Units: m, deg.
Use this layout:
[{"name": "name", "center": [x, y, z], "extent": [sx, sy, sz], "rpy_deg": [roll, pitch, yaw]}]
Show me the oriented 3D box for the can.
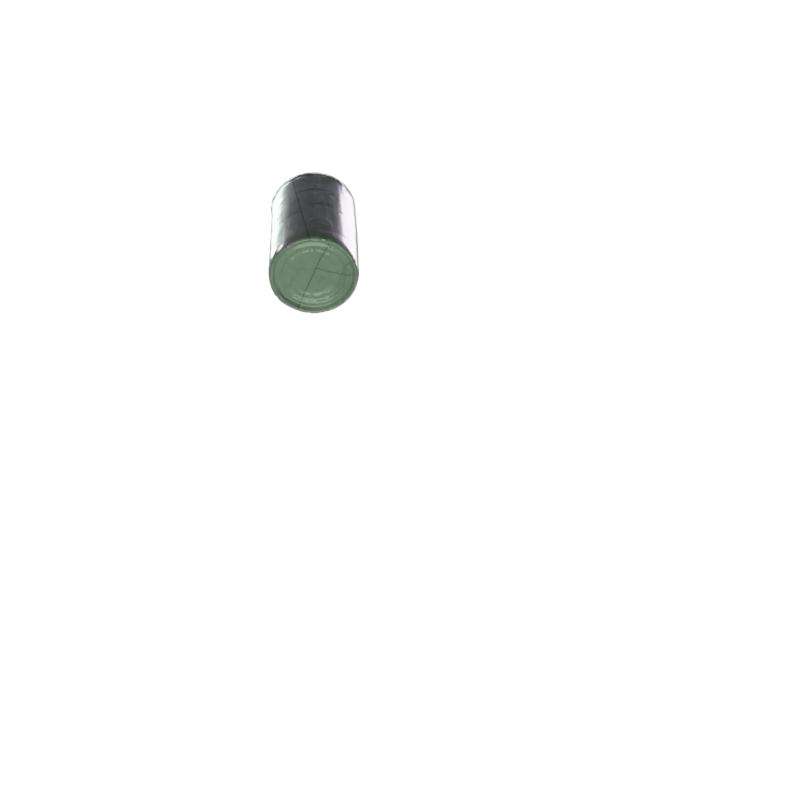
[{"name": "can", "center": [-0.066, -0.121, 0.849], "extent": [0.068, 0.064, 0.109], "rpy_deg": [-1, 35, -3]}]
